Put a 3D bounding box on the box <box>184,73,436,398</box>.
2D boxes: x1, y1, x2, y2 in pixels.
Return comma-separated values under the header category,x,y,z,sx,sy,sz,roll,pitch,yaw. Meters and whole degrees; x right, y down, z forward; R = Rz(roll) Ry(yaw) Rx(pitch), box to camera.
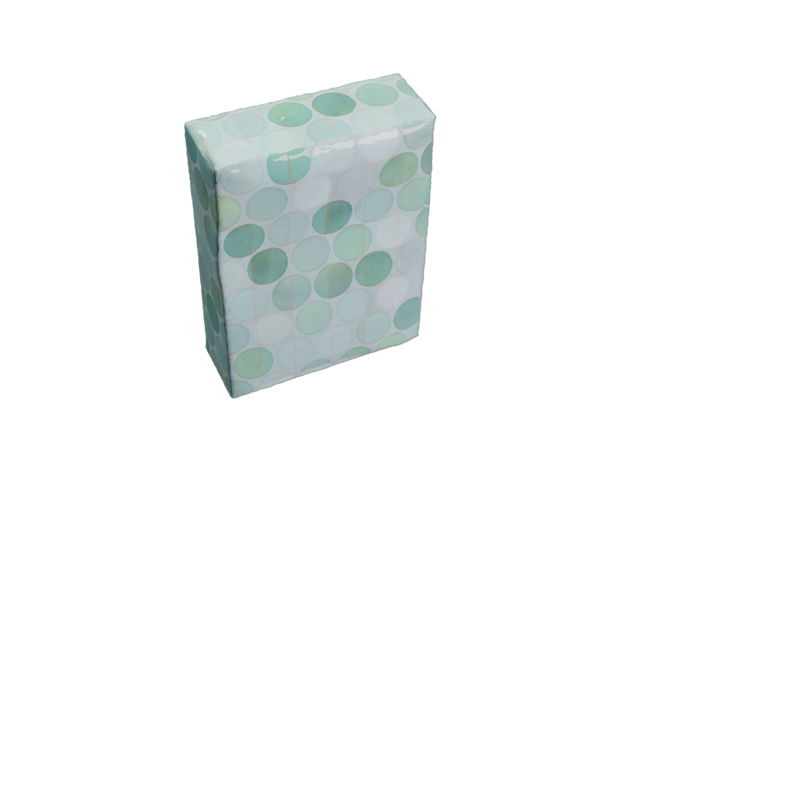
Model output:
category,x,y,z,sx,sy,sz,roll,pitch,yaw
box,-0.063,-0.116,0.810,0.162,0.199,0.078,-17,47,-19
